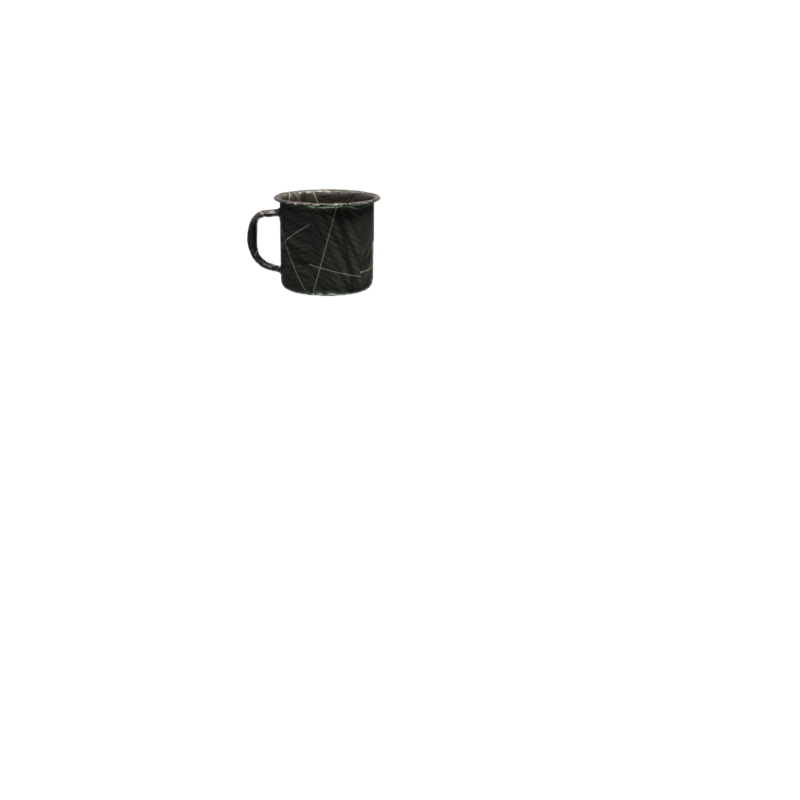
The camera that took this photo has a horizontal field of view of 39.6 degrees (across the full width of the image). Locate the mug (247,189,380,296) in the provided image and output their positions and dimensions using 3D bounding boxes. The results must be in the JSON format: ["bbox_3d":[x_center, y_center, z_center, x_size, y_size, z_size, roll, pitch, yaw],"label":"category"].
[{"bbox_3d":[-0.076,-0.139,0.972,0.117,0.079,0.096,1,15,1],"label":"mug"}]
